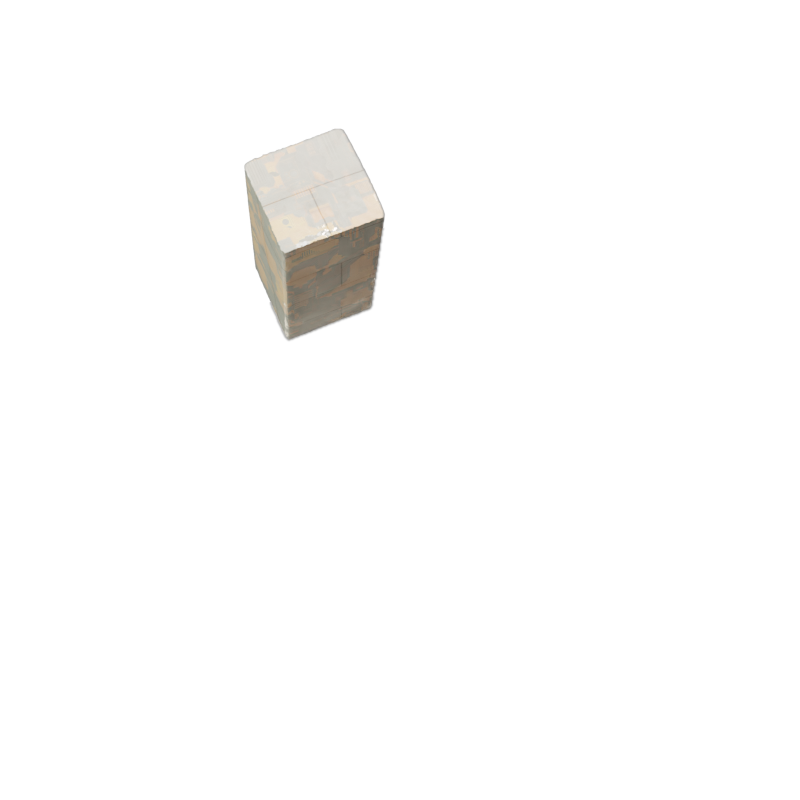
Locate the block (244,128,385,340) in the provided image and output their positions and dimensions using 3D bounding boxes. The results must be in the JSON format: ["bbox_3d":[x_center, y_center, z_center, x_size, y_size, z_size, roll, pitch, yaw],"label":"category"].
[{"bbox_3d":[-0.077,-0.140,0.978,0.090,0.095,0.197,-22,-15,-10],"label":"block"}]
